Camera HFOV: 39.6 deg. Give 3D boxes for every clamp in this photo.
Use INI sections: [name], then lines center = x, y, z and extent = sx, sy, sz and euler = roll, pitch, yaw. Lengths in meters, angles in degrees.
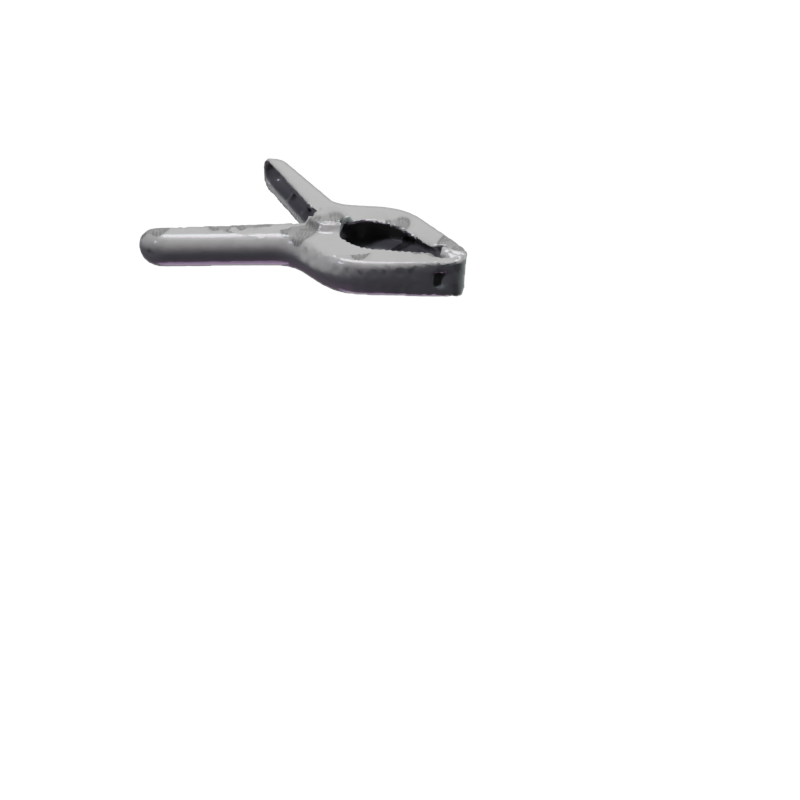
[clamp]
center = -0.059, -0.107, 0.748
extent = 0.222, 0.034, 0.166
euler = 22, 39, 30
